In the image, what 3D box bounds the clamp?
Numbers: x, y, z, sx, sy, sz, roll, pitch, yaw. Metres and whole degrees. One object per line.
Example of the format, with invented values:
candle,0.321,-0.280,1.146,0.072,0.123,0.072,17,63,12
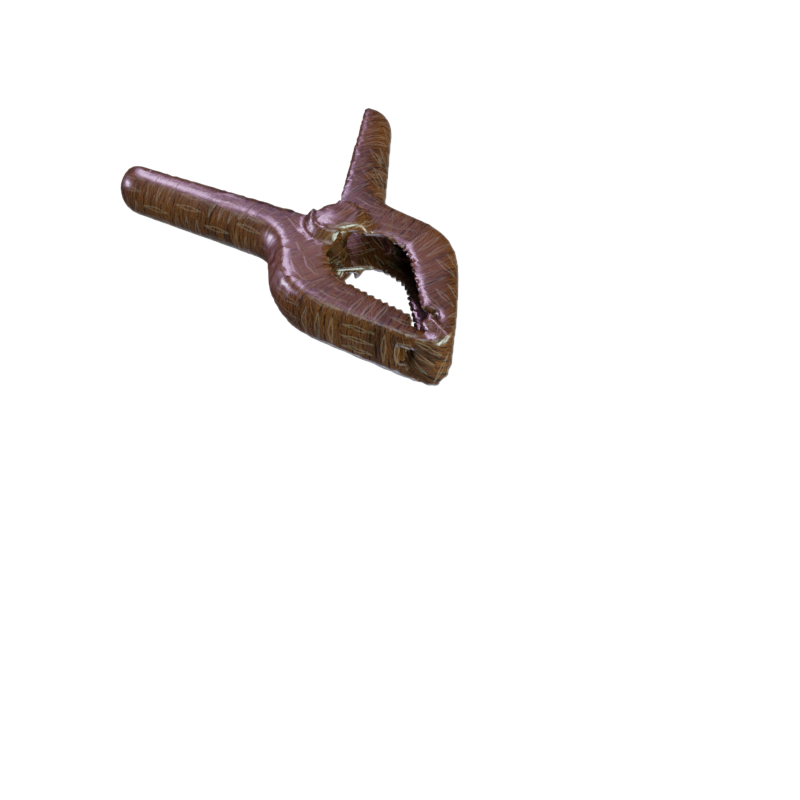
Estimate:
clamp,-0.044,-0.081,0.567,0.162,0.034,0.228,-15,44,-17
